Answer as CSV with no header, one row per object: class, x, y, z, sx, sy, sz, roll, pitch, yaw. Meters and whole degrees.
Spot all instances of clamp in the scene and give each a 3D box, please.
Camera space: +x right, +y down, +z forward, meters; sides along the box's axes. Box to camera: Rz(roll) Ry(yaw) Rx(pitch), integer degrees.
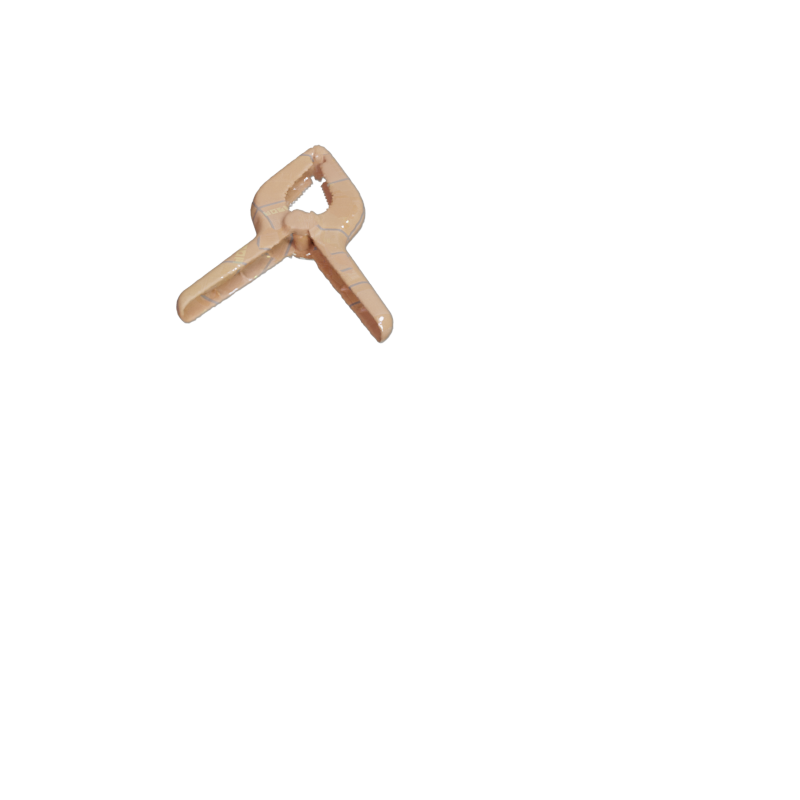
clamp,-0.070,-0.127,0.893,0.167,0.222,0.034,10,-41,9
